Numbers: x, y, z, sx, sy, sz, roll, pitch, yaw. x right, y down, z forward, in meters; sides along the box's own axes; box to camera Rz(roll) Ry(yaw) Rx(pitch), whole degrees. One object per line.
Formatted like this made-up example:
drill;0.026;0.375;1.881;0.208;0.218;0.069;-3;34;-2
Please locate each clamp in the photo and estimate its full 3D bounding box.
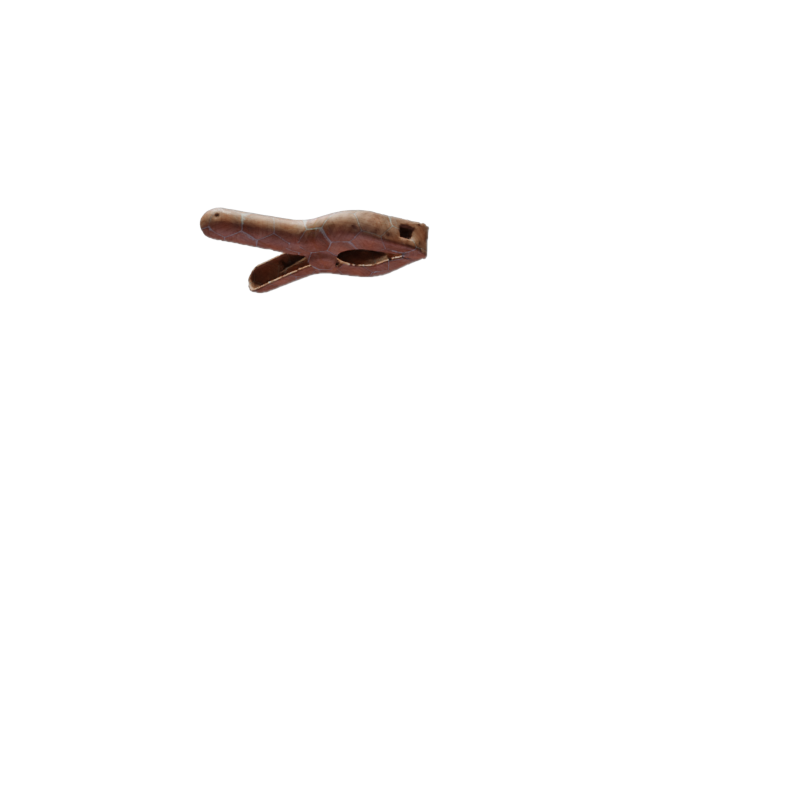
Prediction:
clamp;-0.067;-0.123;0.859;0.175;0.041;0.112;-7;-17;23
